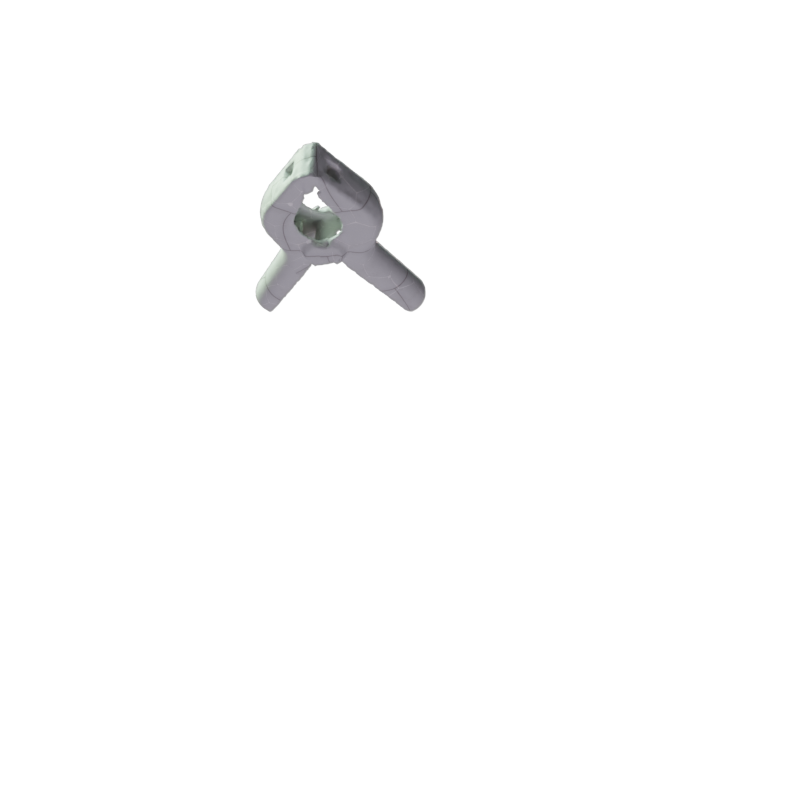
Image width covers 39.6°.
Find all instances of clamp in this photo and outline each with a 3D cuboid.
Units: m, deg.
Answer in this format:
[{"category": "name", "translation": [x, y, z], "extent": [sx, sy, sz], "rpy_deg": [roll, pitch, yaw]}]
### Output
[{"category": "clamp", "translation": [-0.058, -0.105, 0.738], "extent": [0.121, 0.042, 0.158], "rpy_deg": [-9, -34, 12]}]
